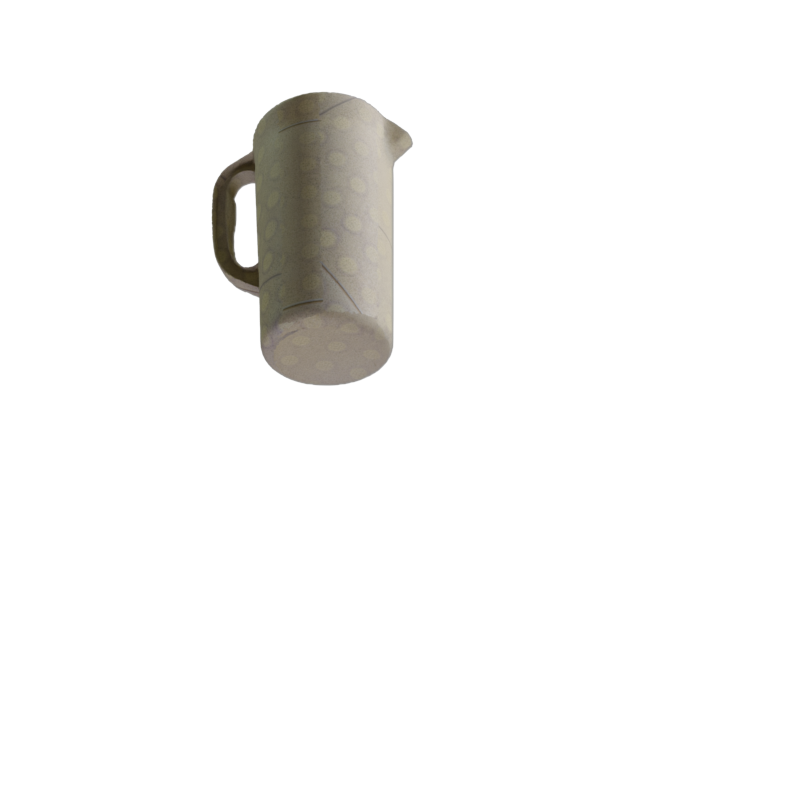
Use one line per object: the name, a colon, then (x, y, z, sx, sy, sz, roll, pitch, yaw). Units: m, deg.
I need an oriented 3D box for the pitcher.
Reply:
pitcher: (-0.076, -0.138, 0.967, 0.138, 0.260, 0.146, 18, -40, -26)
